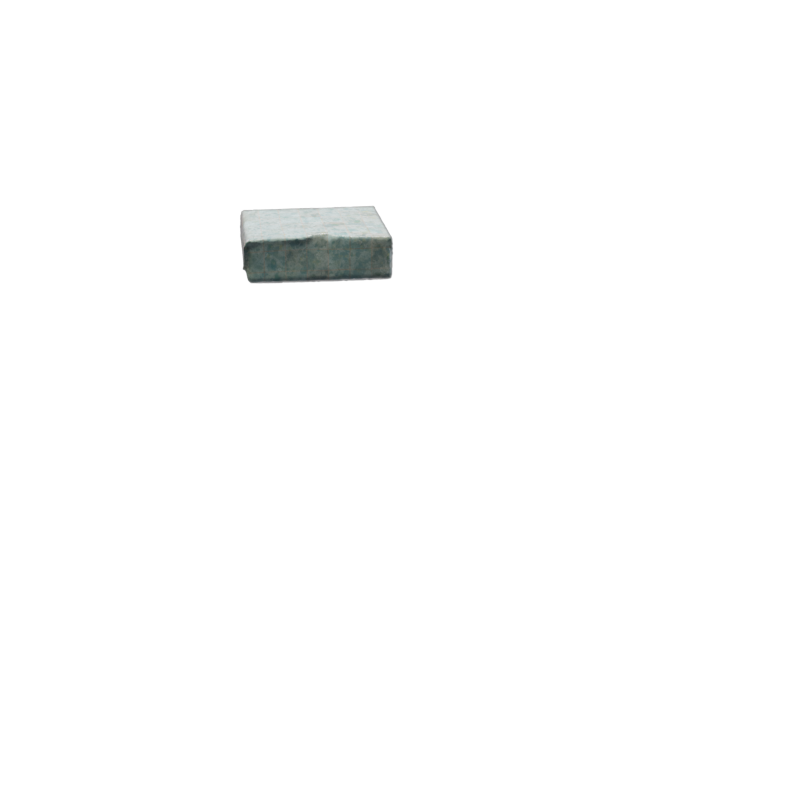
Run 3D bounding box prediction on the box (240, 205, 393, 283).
[{"bbox_3d":[-0.054,-0.098,0.686,0.089,0.029,0.077,-3,23,-7],"label":"box"}]
